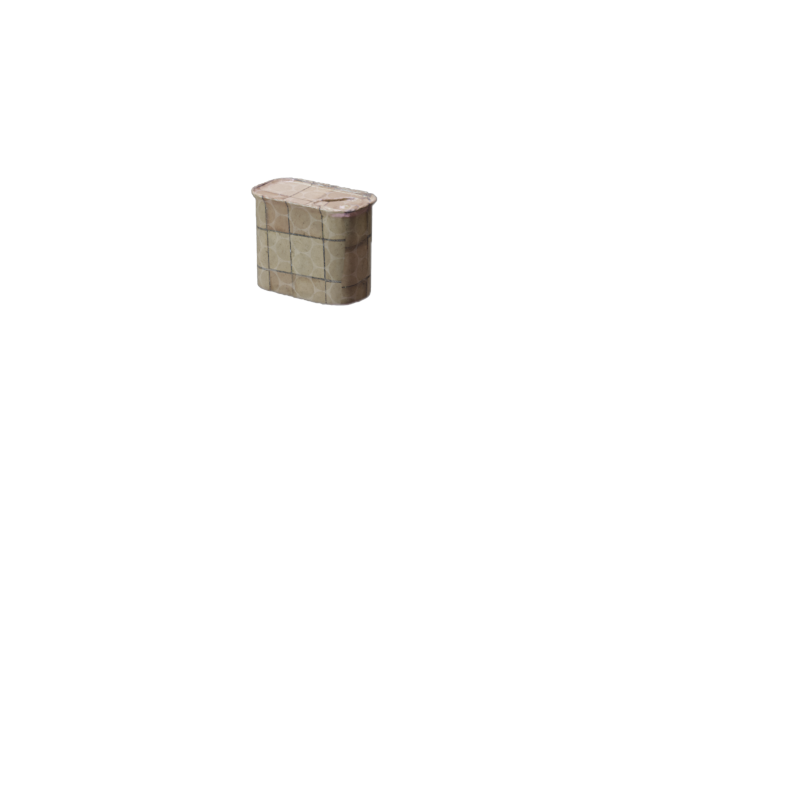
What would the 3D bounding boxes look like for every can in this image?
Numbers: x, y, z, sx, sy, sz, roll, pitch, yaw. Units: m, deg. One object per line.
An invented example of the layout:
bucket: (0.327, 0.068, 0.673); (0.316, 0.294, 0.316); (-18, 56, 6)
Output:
can: (-0.071, -0.129, 0.903); (0.107, 0.080, 0.057); (16, 26, 30)
